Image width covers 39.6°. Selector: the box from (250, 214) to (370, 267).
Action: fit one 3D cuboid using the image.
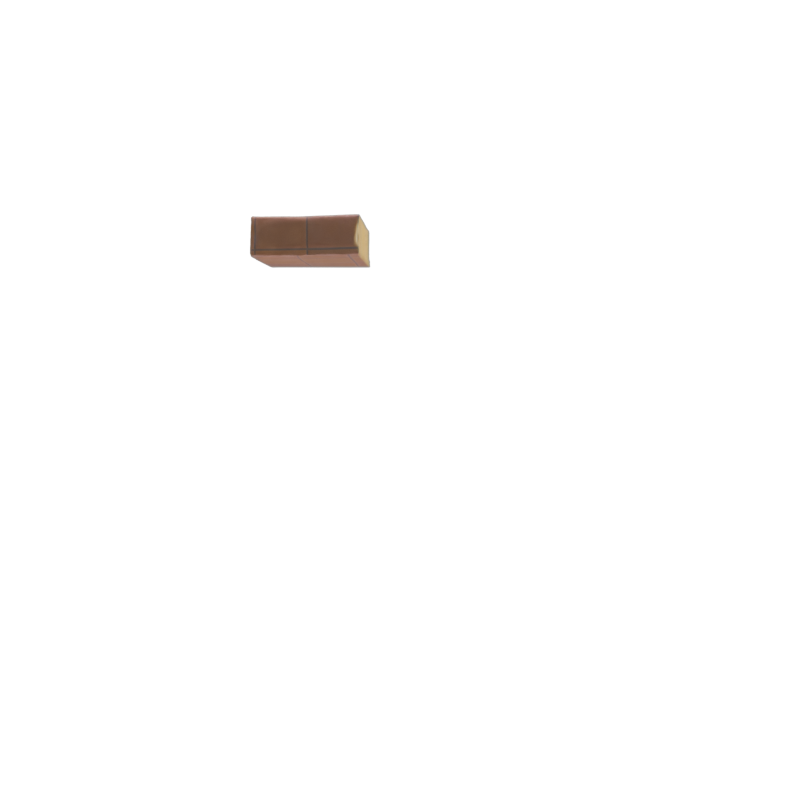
[{"bbox_3d":[-0.060,-0.109,0.766,0.074,0.030,0.088,0,1,5],"label":"box"}]
